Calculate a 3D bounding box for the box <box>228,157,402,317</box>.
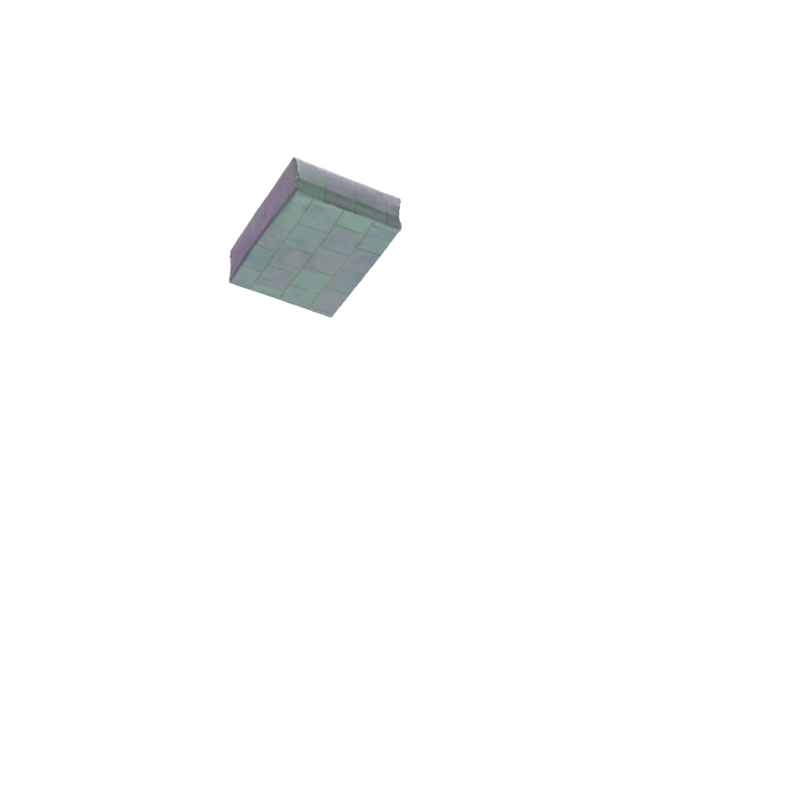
[{"bbox_3d":[-0.065,-0.118,0.823,0.086,0.042,0.110,19,-42,-23],"label":"box"}]
